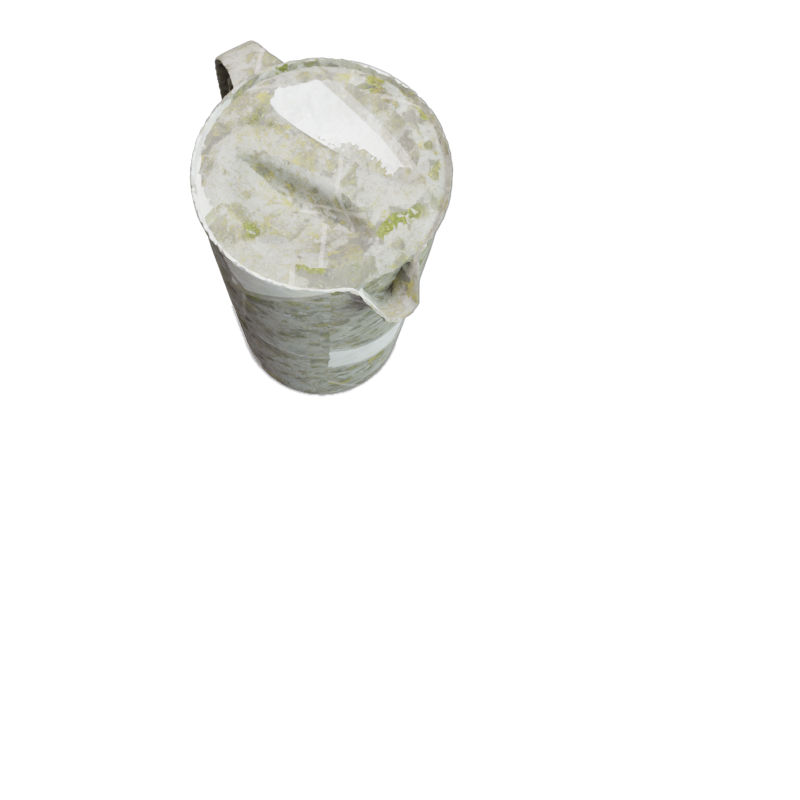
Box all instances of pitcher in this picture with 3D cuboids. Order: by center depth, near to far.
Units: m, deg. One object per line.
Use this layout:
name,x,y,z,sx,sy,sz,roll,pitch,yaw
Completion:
pitcher,-0.052,-0.095,0.666,0.146,0.155,0.232,13,-18,1
